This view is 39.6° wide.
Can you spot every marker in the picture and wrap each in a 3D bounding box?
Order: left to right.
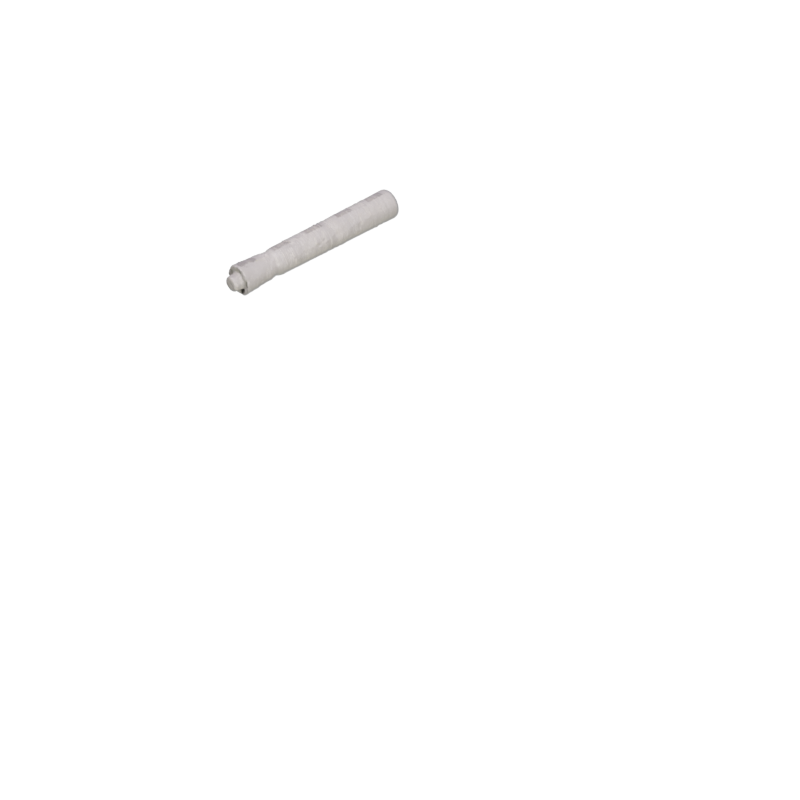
[{"bbox_3d":[-0.051,-0.093,0.651,0.121,0.019,0.021,-32,21,-30],"label":"marker"}]
